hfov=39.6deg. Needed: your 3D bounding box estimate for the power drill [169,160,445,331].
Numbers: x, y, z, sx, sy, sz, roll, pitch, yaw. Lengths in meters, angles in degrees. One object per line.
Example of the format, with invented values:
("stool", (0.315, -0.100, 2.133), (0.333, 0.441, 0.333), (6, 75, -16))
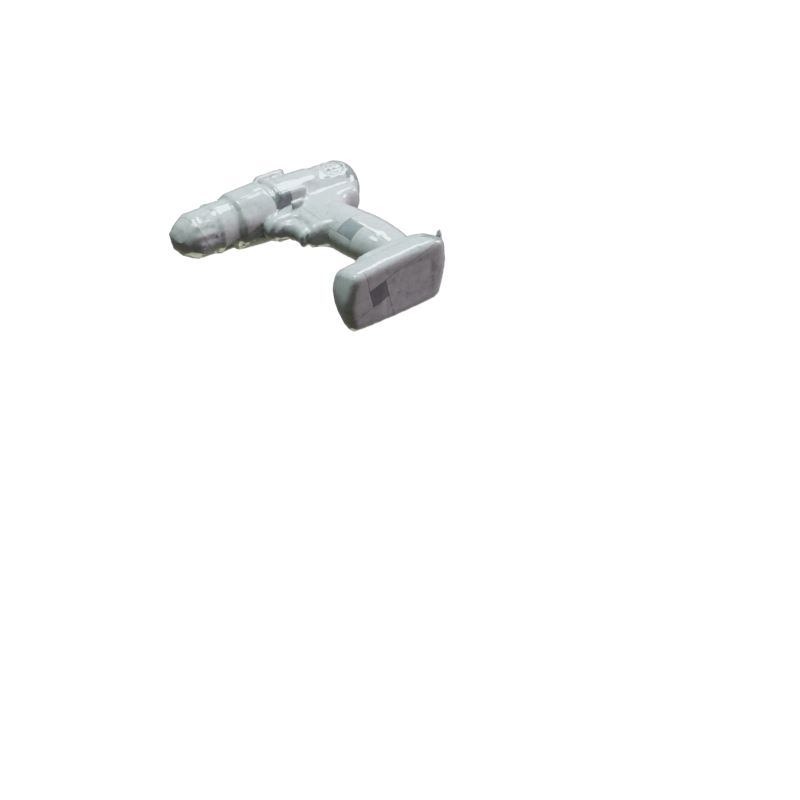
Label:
("power drill", (-0.071, -0.130, 0.908), (0.183, 0.054, 0.202), (-26, 45, -29))
